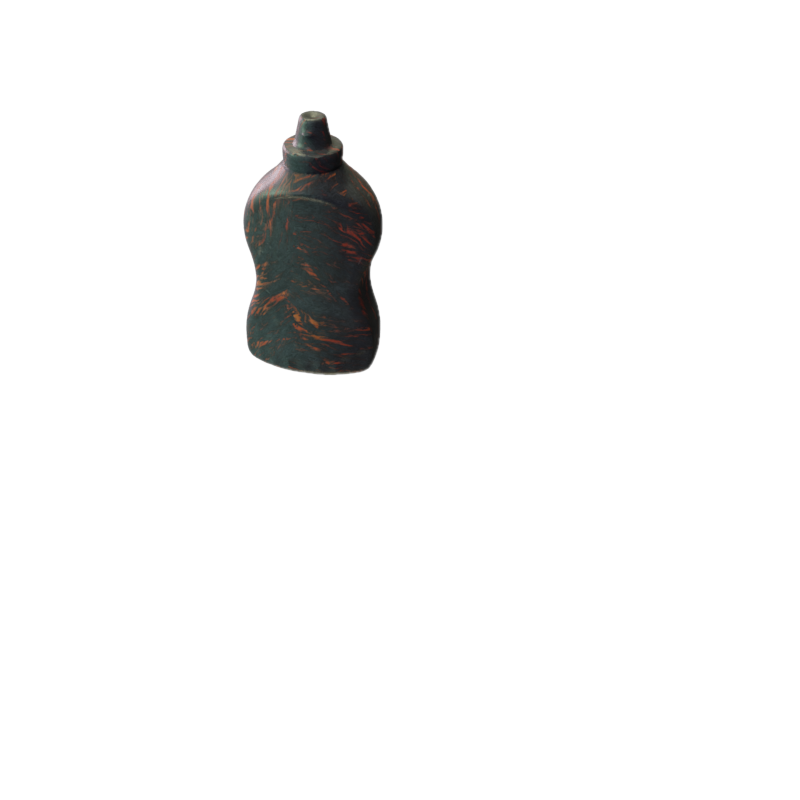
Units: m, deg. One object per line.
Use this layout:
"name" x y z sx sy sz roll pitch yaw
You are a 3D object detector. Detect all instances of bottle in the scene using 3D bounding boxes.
"bottle" -0.061 -0.111 0.776 0.098 0.180 0.061 9 32 12
